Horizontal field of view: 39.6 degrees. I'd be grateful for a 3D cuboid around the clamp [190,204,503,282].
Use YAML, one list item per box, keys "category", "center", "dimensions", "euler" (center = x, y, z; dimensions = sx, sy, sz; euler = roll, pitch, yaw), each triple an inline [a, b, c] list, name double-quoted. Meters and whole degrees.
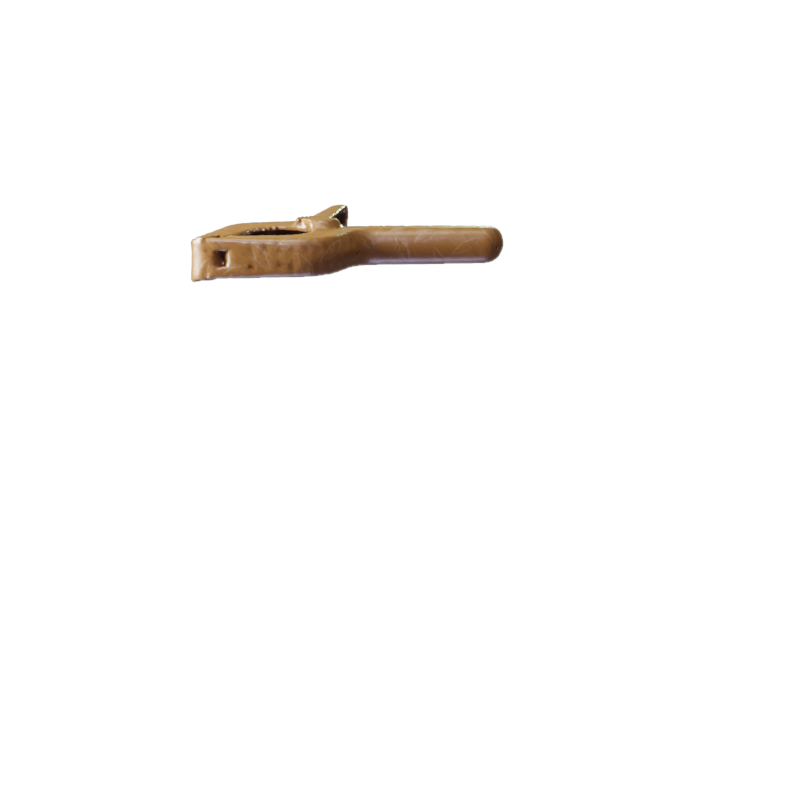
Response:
- category: "clamp"
  center: [-0.059, -0.108, 0.754]
  dimensions: [0.204, 0.035, 0.174]
  euler: [-12, 20, -36]
